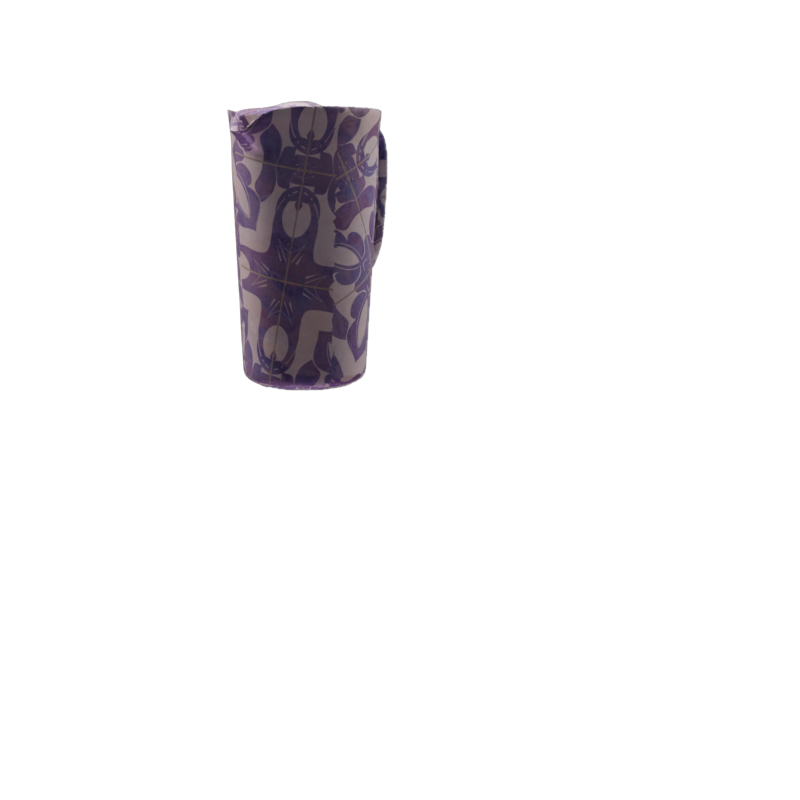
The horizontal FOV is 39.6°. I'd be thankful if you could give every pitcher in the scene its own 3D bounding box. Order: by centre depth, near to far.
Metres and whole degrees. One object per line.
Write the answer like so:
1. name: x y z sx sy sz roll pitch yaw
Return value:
1. pitcher: -0.076 -0.139 0.972 0.148 0.240 0.148 -1 6 -7
